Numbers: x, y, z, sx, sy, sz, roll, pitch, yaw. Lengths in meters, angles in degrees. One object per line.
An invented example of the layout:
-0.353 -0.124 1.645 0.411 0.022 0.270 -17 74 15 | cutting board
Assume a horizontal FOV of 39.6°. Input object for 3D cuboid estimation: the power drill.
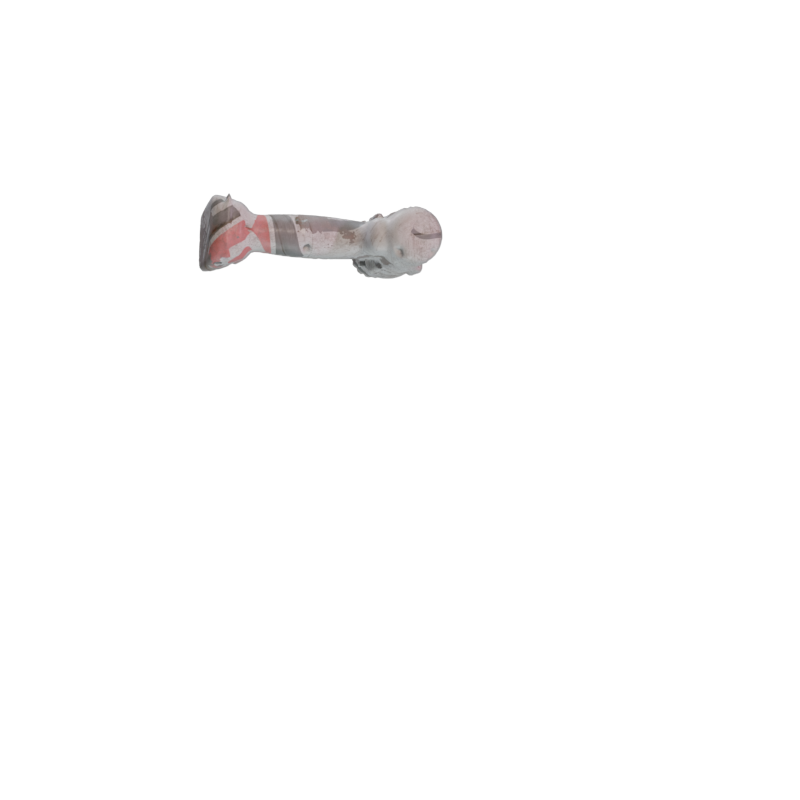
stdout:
-0.073 -0.133 0.933 0.185 0.058 0.185 0 -1 -12 | power drill
